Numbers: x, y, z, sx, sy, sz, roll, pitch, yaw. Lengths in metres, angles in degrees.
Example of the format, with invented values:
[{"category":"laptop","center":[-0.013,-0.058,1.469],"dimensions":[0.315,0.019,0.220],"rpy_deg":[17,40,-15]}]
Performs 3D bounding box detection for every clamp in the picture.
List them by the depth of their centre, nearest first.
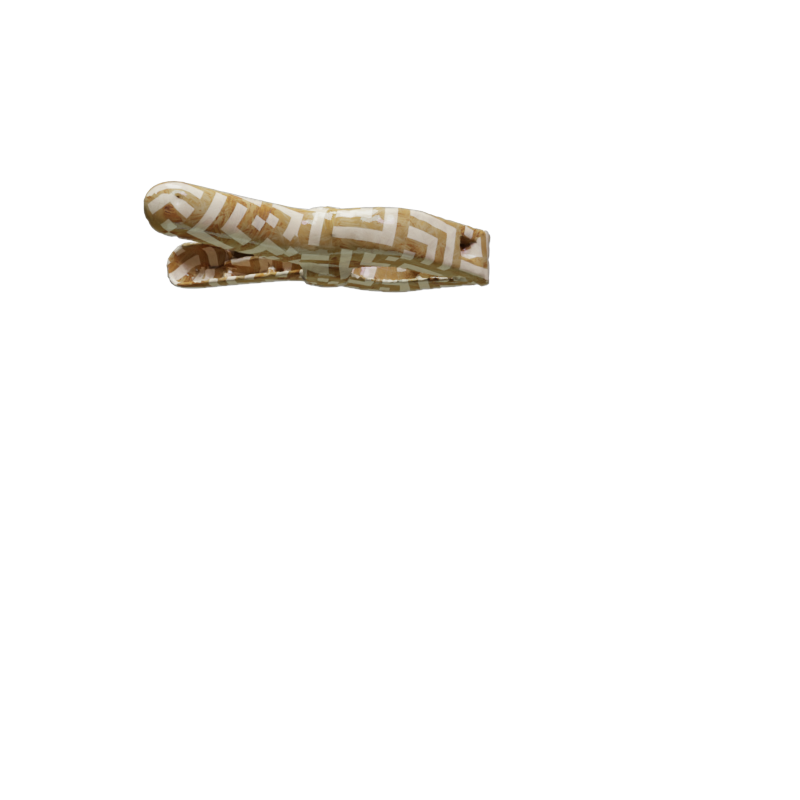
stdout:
[{"category":"clamp","center":[-0.042,-0.077,0.537],"dimensions":[0.173,0.040,0.117],"rpy_deg":[0,-4,6]}]
